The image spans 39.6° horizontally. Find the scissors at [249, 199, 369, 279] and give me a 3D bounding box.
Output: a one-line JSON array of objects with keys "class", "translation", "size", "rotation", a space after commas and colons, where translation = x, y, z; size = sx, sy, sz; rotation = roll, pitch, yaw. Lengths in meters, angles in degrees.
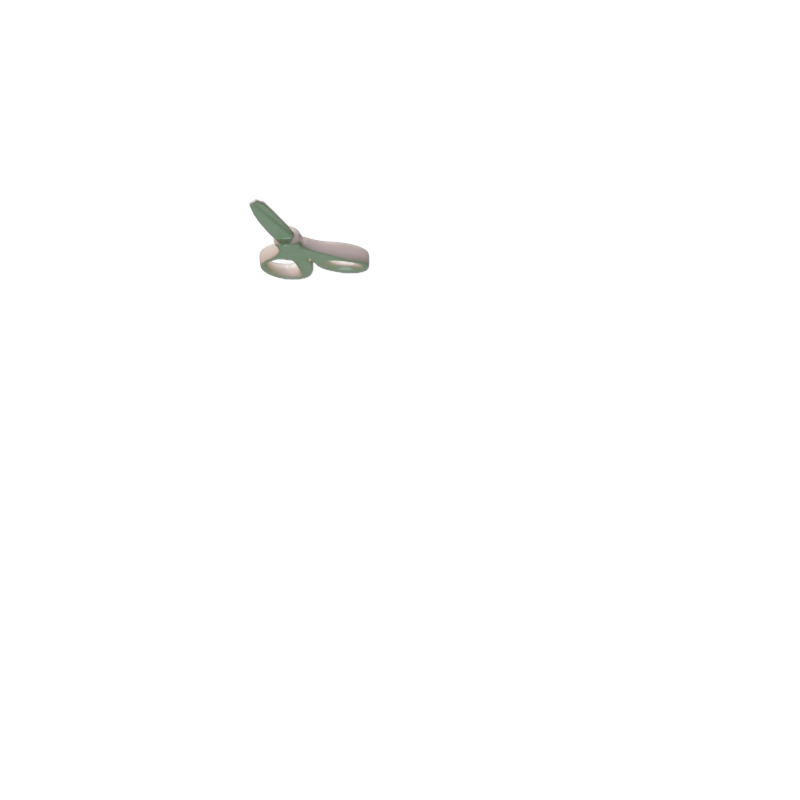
[{"class": "scissors", "translation": [-0.064, -0.117, 0.820], "size": [0.095, 0.016, 0.198], "rotation": [1, -7, -7]}]
